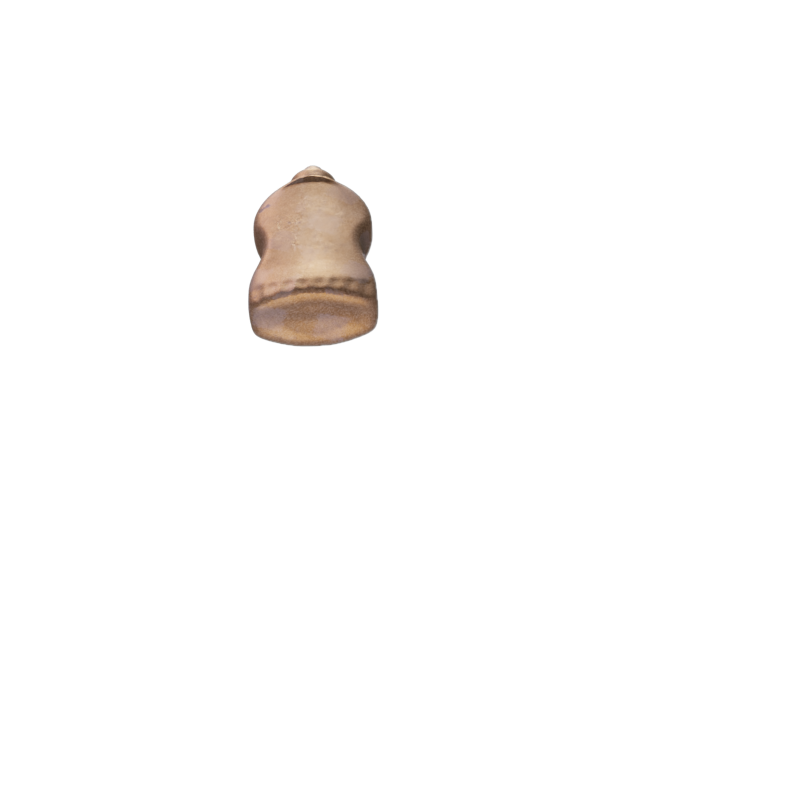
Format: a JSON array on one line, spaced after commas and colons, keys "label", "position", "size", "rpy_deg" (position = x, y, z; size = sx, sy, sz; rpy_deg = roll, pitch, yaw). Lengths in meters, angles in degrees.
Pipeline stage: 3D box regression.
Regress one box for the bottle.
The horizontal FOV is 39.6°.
[{"label": "bottle", "position": [-0.069, -0.127, 0.887], "size": [0.096, 0.054, 0.206], "rpy_deg": [-5, 42, 1]}]
